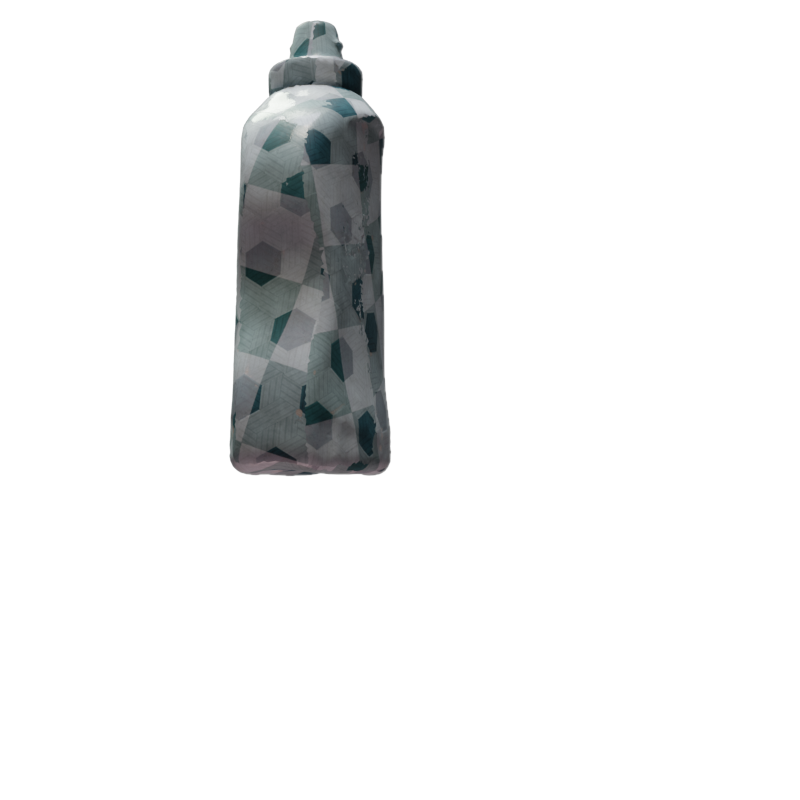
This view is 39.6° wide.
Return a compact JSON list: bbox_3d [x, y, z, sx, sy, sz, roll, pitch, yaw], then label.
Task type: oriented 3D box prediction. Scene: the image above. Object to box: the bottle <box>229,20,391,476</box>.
[{"bbox_3d":[-0.036,-0.066,0.465,0.060,0.197,0.091,-5,-11,18],"label":"bottle"}]
